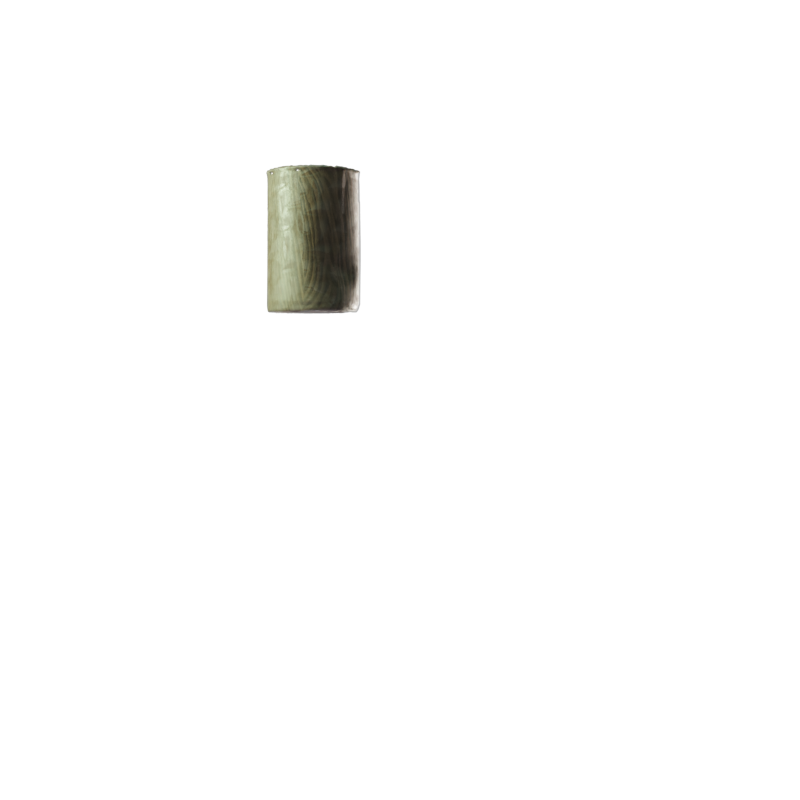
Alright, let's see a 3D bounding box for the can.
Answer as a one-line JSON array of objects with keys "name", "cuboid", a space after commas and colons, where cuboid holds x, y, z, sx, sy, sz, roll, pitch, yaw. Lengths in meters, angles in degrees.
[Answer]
[{"name": "can", "cuboid": [-0.063, -0.114, 0.799, 0.068, 0.103, 0.068, 0, -2, -2]}]
